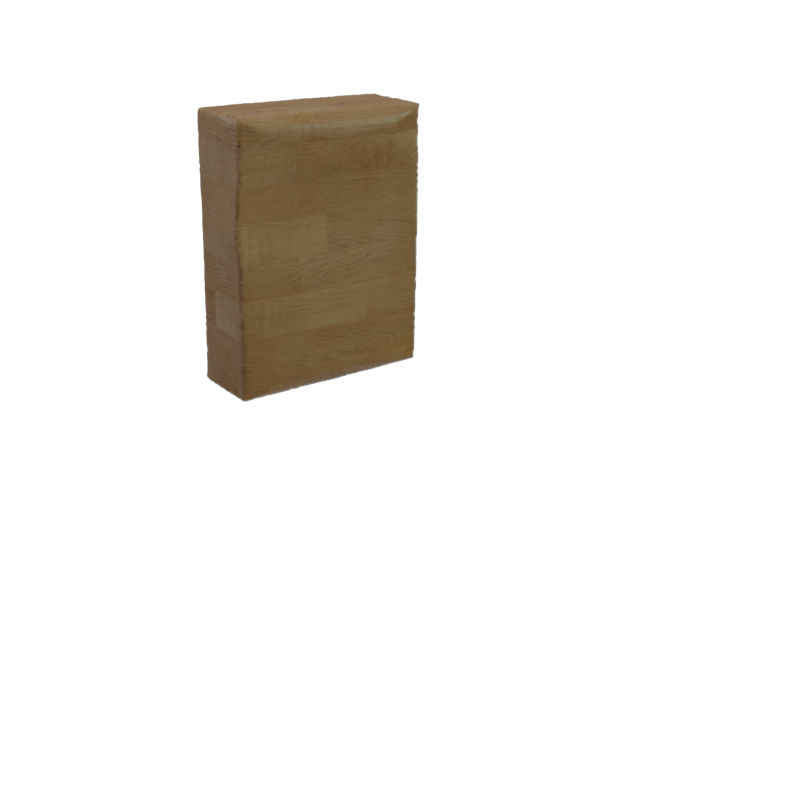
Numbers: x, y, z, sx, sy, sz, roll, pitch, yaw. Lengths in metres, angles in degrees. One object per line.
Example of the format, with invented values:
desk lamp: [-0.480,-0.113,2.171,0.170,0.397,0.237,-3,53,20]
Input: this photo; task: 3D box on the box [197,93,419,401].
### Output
box: [-0.067,-0.122,0.857,0.160,0.206,0.076,-11,20,-33]
